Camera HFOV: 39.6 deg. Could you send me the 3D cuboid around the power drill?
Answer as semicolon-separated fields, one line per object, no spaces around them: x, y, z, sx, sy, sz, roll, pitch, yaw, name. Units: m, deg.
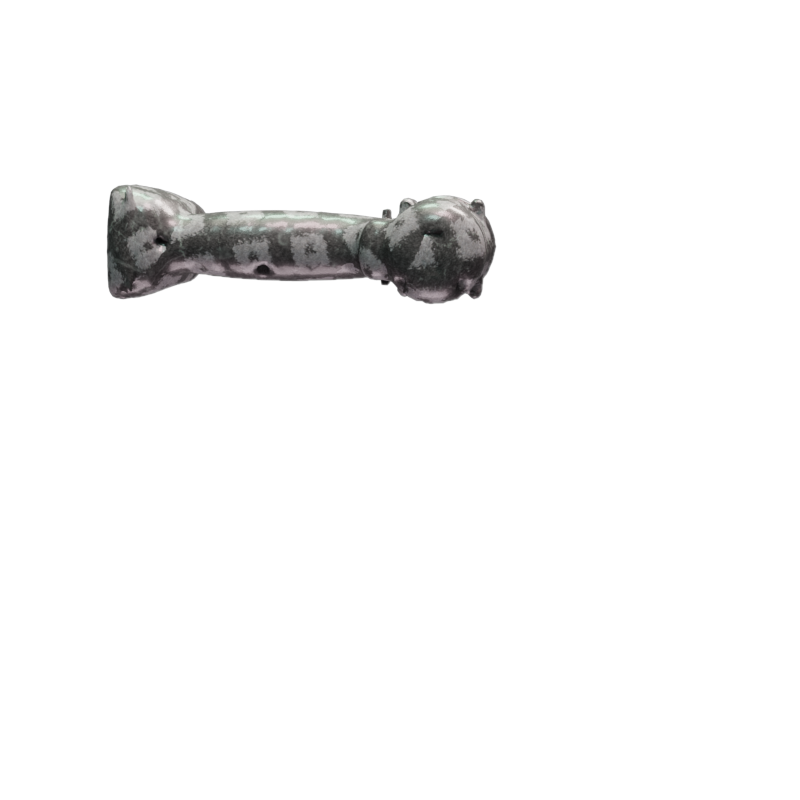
-0.045;-0.082;0.577;0.190;0.057;0.184;1;7;7;power drill
